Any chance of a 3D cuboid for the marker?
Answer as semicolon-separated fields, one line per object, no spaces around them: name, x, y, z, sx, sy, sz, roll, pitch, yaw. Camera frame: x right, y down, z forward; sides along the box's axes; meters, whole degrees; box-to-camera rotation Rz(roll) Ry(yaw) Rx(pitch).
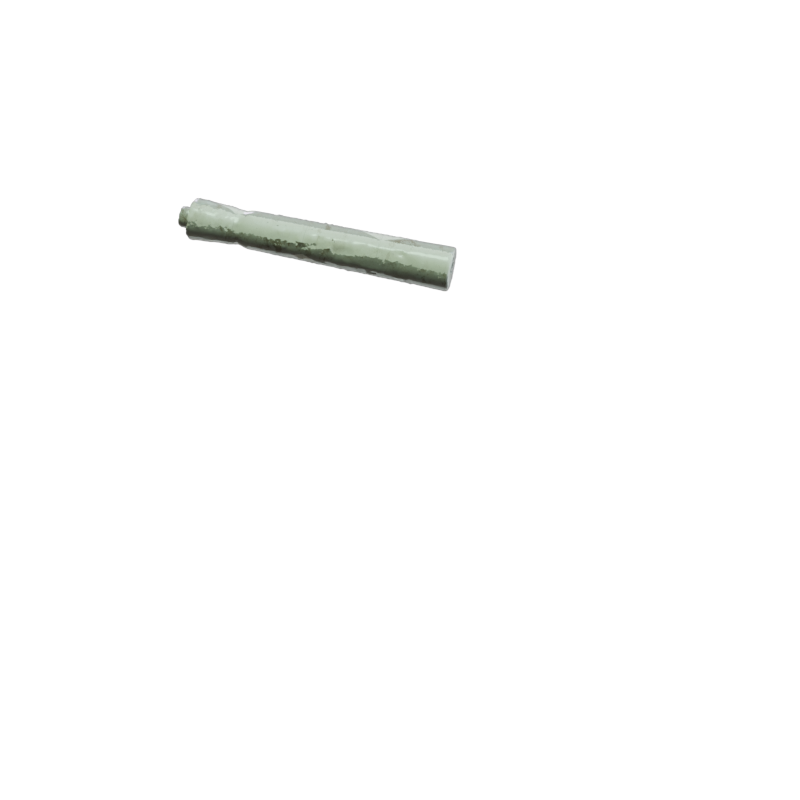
marker;-0.037;-0.068;0.475;0.124;0.020;0.019;13;6;12
